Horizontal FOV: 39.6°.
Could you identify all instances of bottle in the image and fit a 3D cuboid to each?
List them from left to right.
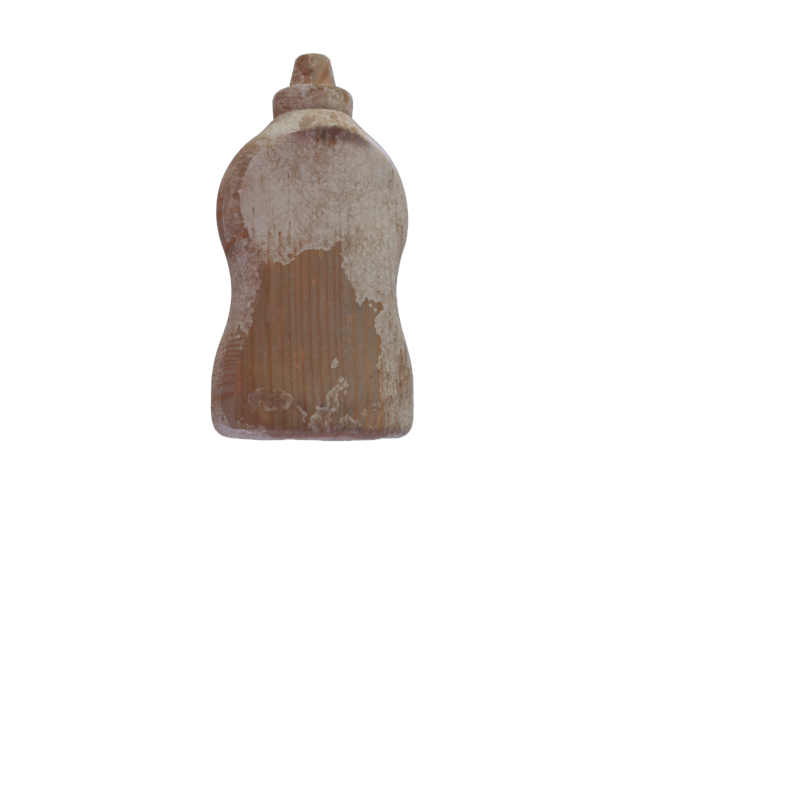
[{"bbox_3d":[-0.043,-0.078,0.546,0.093,0.197,0.058,3,-12,-21],"label":"bottle"}]
